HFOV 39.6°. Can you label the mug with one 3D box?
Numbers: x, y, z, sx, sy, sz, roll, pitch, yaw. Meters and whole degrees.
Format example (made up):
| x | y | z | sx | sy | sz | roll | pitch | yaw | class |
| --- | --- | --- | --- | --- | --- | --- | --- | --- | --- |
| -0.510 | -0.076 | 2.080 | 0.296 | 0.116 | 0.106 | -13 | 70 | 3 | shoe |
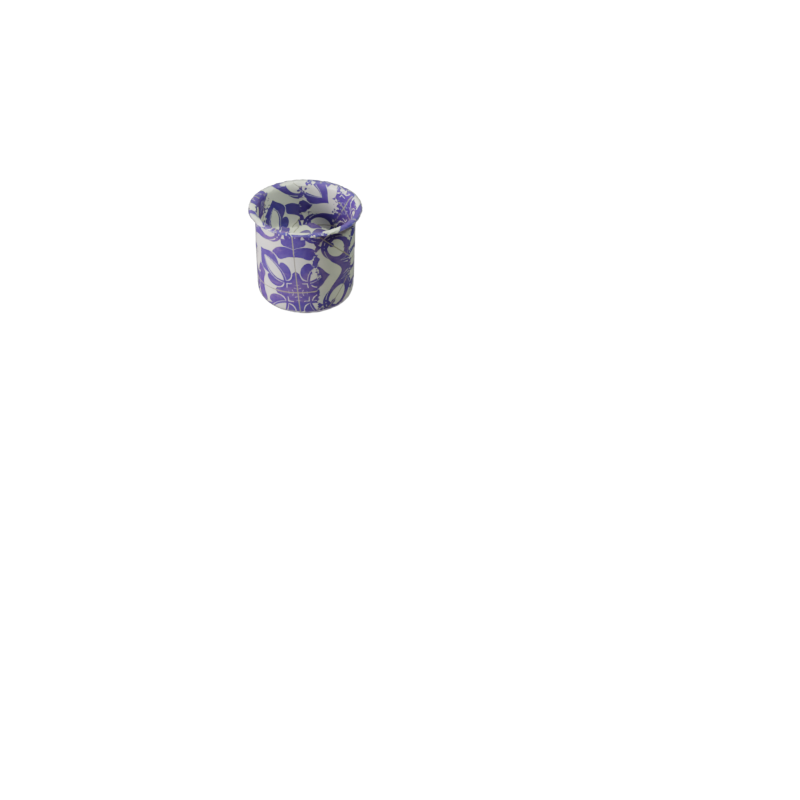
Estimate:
| x | y | z | sx | sy | sz | roll | pitch | yaw | class |
| --- | --- | --- | --- | --- | --- | --- | --- | --- | --- |
| -0.073 | -0.133 | 0.930 | 0.098 | 0.076 | 0.119 | 19 | 40 | 23 | mug |
